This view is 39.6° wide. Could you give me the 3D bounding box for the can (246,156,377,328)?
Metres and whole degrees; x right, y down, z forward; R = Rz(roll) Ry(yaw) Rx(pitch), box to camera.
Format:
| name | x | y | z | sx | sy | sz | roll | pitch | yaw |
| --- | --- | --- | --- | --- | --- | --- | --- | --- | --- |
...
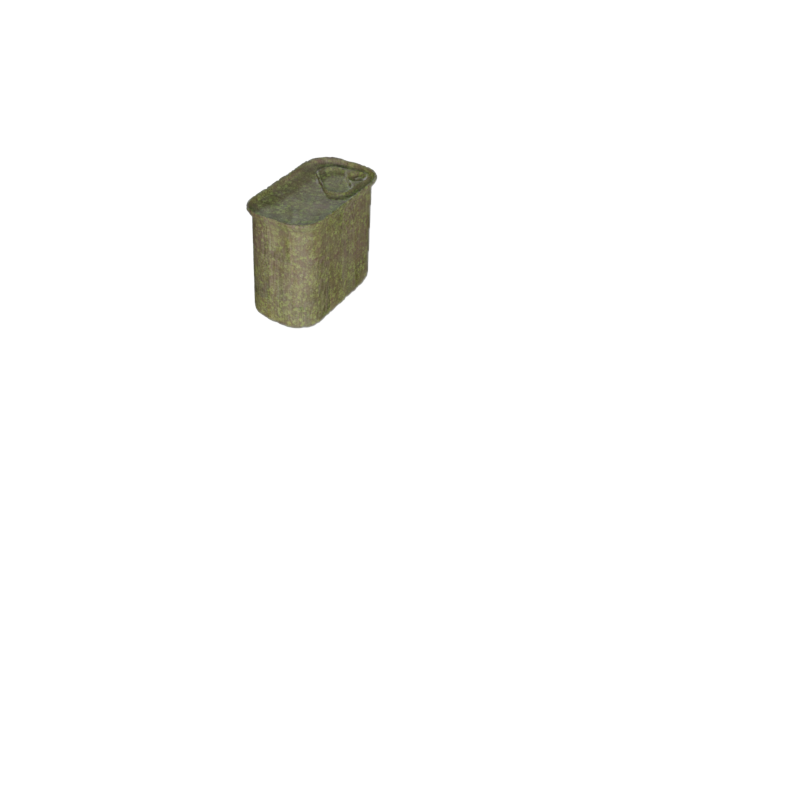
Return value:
| name | x | y | z | sx | sy | sz | roll | pitch | yaw |
| --- | --- | --- | --- | --- | --- | --- | --- | --- | --- |
| can | -0.061 | -0.111 | 0.775 | 0.060 | 0.078 | 0.104 | 19 | 39 | 23 |
